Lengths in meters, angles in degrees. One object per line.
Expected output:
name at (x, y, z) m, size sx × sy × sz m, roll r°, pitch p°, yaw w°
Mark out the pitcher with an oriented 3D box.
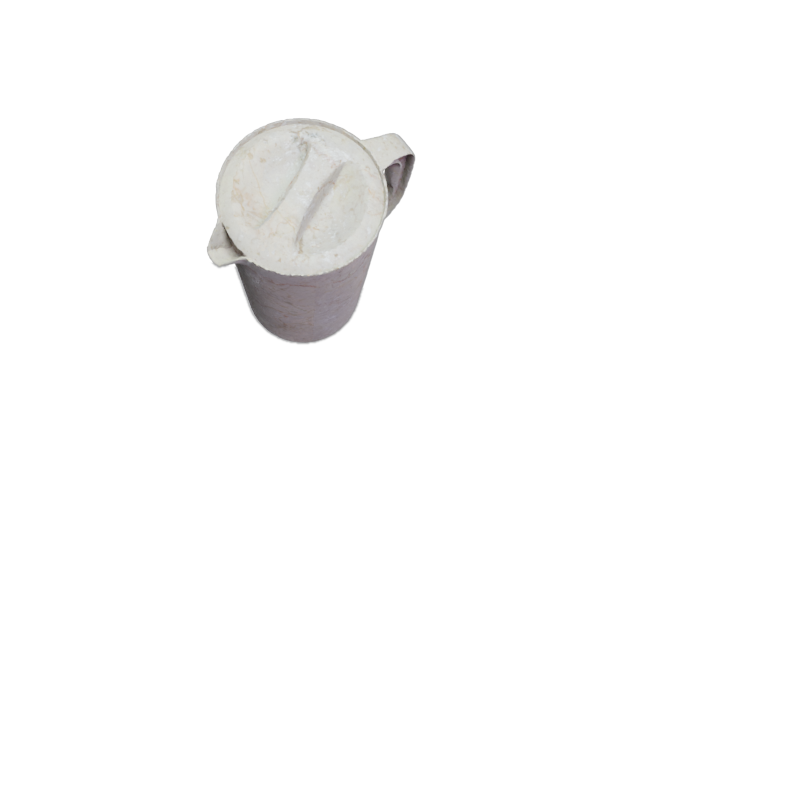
pitcher at (-0.075, -0.137, 0.959) m, size 0.150 × 0.151 × 0.234 m, roll 10°, pitch -16°, yaw -1°
